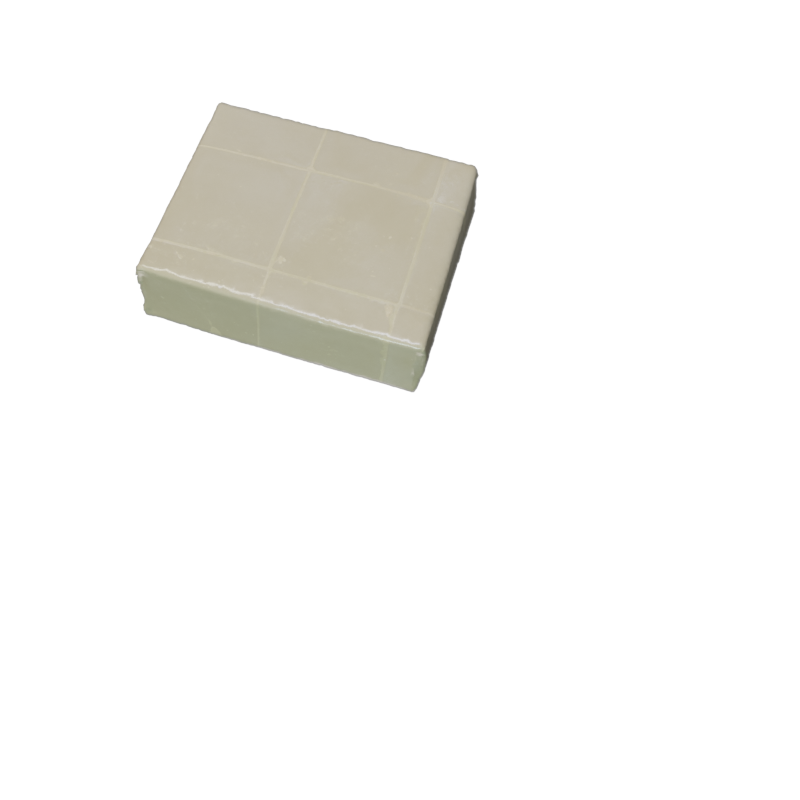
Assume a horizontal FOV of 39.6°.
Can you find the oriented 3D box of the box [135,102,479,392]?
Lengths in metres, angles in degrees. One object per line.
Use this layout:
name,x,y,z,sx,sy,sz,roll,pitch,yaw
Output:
box,-0.034,-0.062,0.435,0.116,0.094,0.036,14,-34,9
